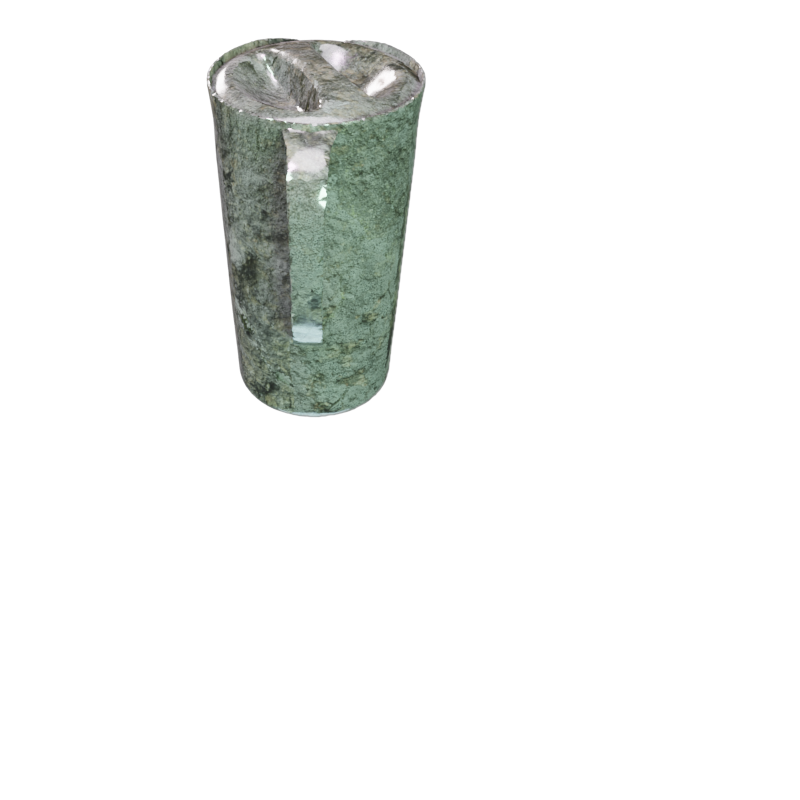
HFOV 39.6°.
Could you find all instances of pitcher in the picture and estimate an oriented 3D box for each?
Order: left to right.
[{"bbox_3d":[-0.057,-0.104,0.728,0.155,0.227,0.149,31,45,34],"label":"pitcher"}]
